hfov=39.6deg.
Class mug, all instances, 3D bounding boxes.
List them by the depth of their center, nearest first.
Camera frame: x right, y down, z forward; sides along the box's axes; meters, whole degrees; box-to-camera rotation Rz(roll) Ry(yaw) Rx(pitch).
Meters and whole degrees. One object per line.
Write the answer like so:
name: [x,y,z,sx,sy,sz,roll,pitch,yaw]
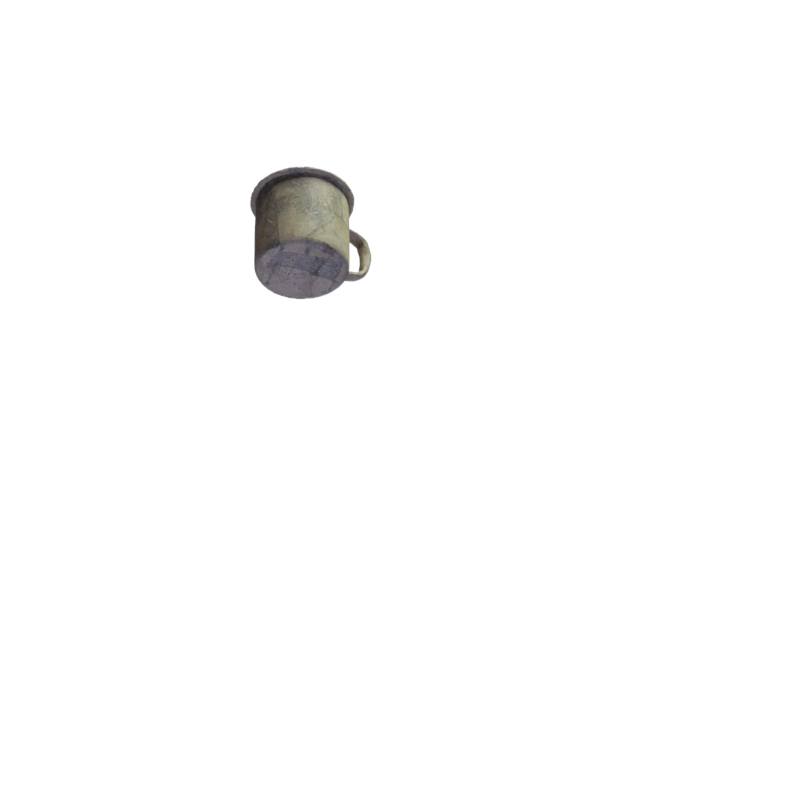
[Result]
mug: [-0.076,-0.138,0.968,0.111,0.087,0.092,23,-43,-29]
